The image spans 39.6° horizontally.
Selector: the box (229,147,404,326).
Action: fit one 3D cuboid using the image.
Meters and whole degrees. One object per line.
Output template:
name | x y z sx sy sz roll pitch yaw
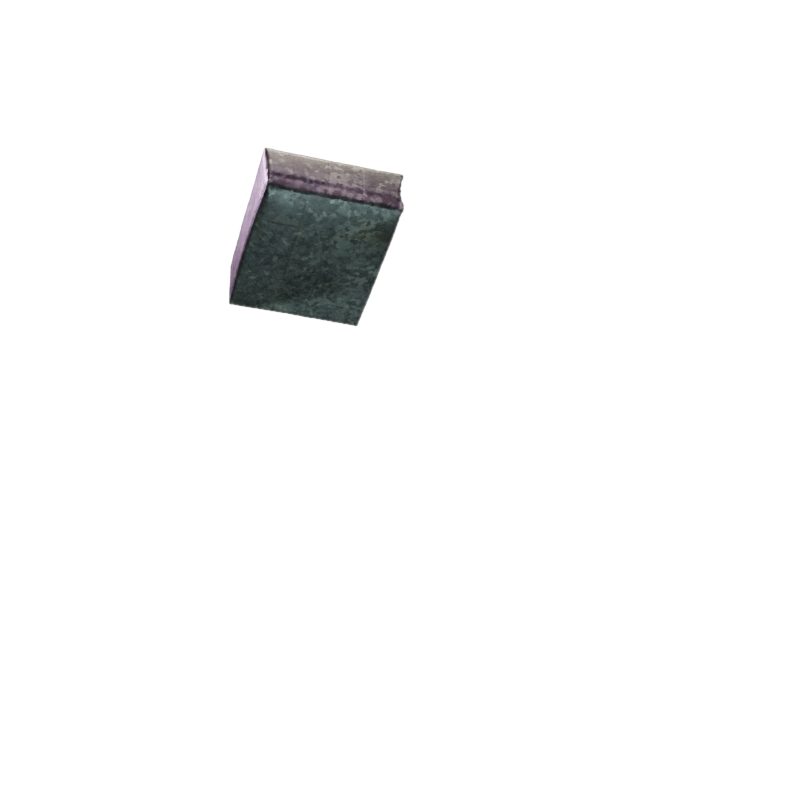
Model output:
box | -0.056 -0.101 0.708 0.088 0.042 0.108 10 -41 -13
